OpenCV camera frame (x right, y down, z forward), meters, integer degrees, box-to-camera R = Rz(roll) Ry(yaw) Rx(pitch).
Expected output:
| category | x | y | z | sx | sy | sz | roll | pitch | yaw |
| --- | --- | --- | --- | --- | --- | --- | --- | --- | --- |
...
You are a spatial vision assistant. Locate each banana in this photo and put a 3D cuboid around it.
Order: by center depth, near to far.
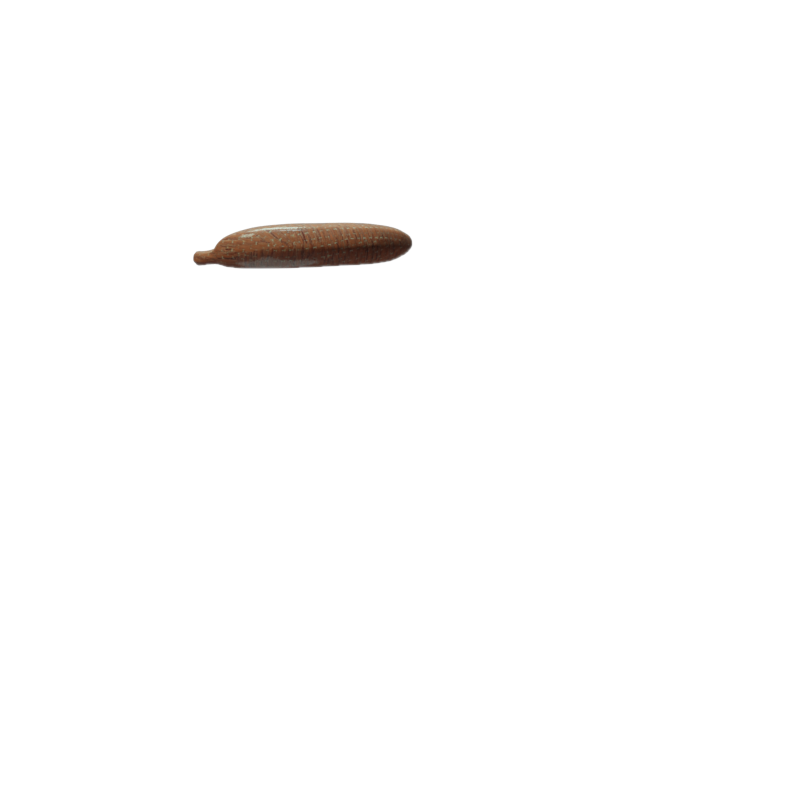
| category | x | y | z | sx | sy | sz | roll | pitch | yaw |
| --- | --- | --- | --- | --- | --- | --- | --- | --- | --- |
| banana | -0.071 | -0.131 | 0.932 | 0.193 | 0.036 | 0.073 | -5 | 12 | -20 |
